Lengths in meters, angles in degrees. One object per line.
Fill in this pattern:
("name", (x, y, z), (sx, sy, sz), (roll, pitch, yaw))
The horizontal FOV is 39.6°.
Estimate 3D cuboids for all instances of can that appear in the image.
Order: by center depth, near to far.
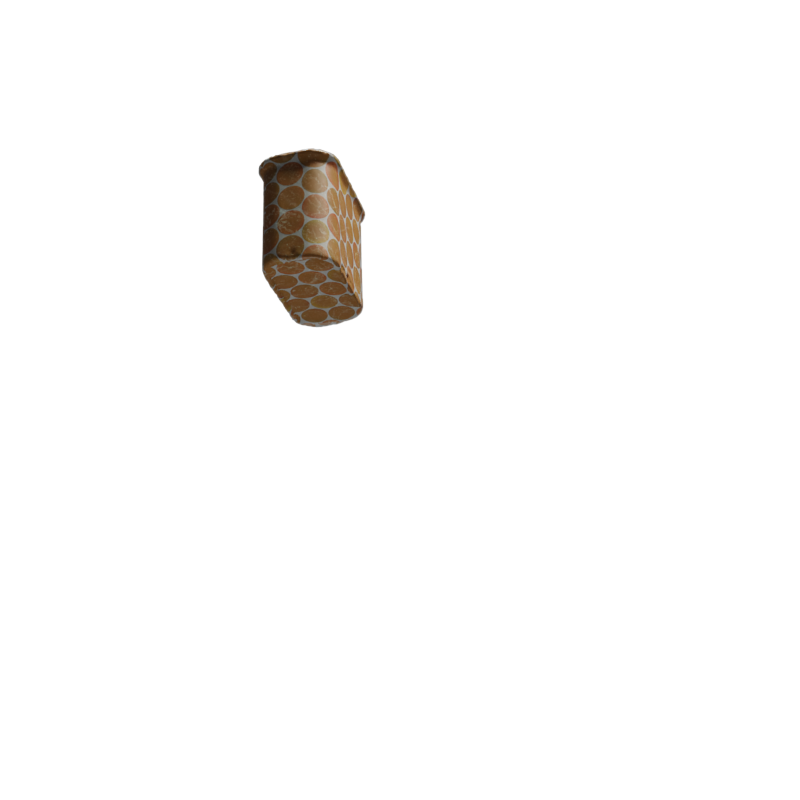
("can", (-0.060, -0.109, 0.766), (0.058, 0.089, 0.095), (-9, -29, 12))
